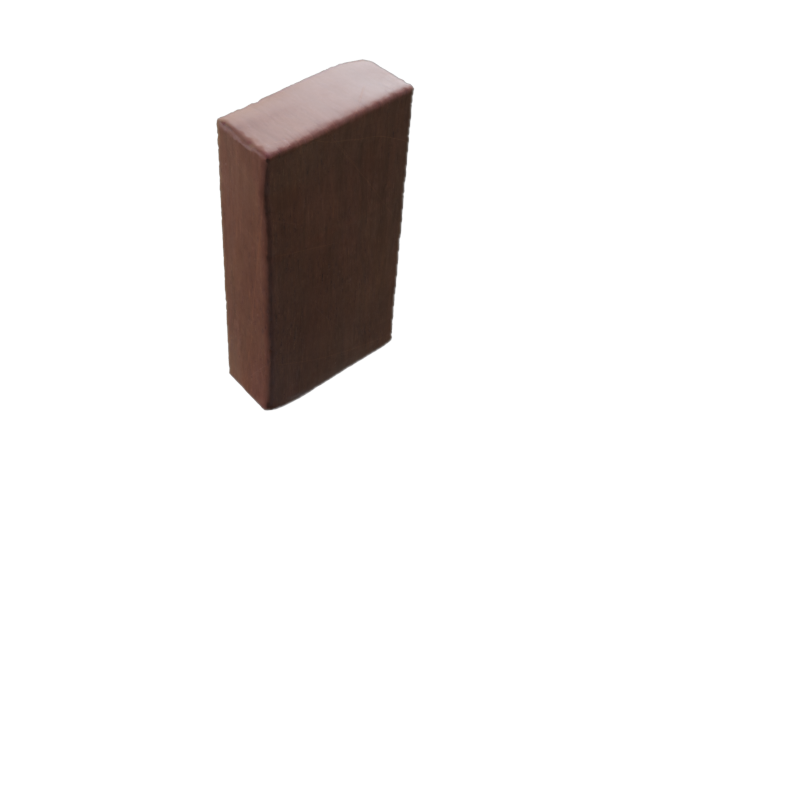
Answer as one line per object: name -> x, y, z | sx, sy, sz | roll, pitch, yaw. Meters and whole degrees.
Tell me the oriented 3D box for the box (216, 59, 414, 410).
box -> -0.045, -0.082, 0.574 | 0.093, 0.164, 0.051 | -31, 53, -31
